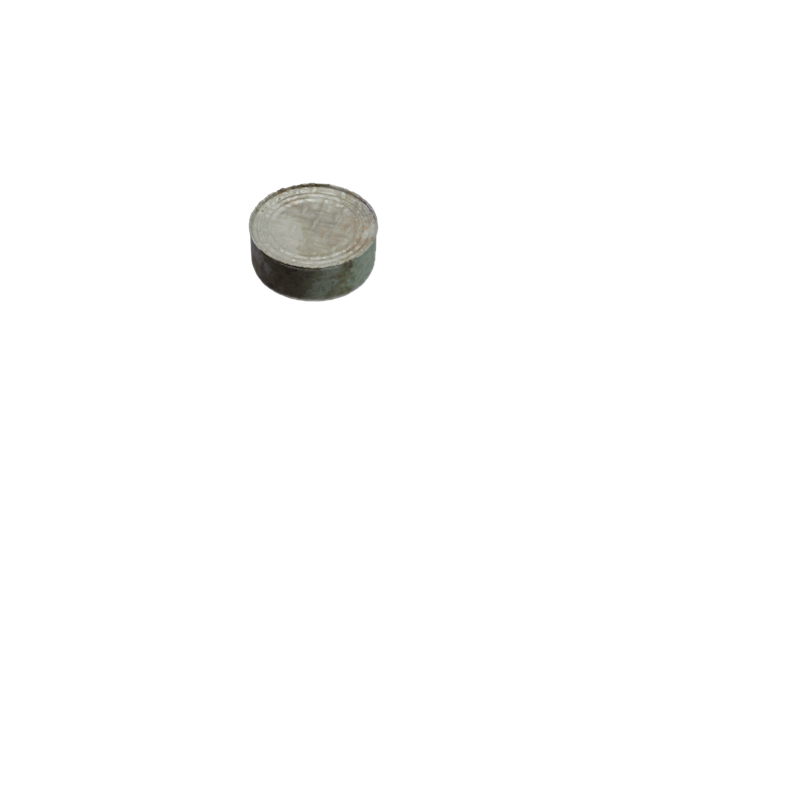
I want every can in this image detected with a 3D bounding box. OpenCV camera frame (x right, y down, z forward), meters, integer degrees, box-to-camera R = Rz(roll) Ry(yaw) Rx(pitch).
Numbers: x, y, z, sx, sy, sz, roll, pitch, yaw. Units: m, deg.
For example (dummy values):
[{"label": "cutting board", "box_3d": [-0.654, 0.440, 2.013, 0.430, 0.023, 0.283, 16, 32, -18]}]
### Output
[{"label": "can", "box_3d": [-0.058, -0.106, 0.743, 0.086, 0.092, 0.031, -1, -44, -1]}]
